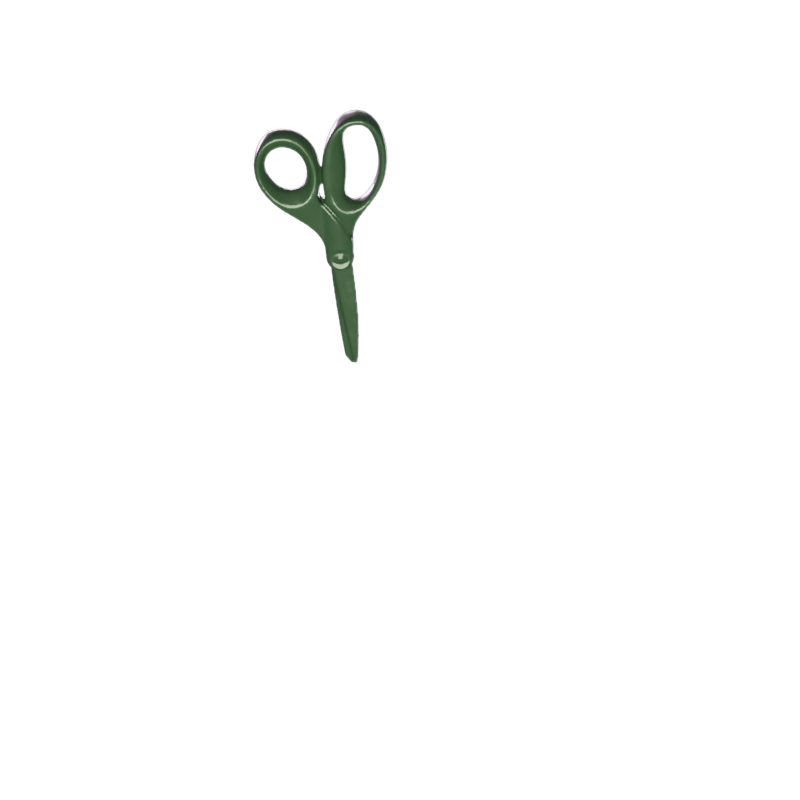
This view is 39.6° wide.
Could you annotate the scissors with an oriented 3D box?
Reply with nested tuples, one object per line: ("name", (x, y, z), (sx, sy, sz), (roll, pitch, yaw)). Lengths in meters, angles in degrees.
("scissors", (-0.059, -0.108, 0.759), (0.095, 0.190, 0.017), (9, 35, -7))
